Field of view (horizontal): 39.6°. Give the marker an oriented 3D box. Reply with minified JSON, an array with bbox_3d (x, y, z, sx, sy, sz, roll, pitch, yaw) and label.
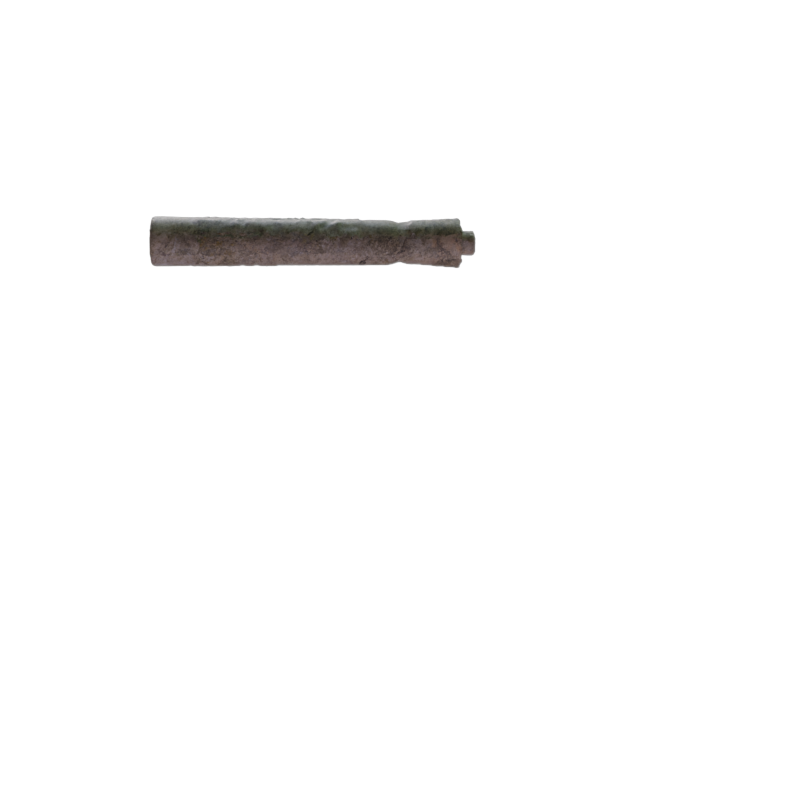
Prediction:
[{"bbox_3d":[-0.033,-0.059,0.416,0.121,0.020,0.020,0,4,0],"label":"marker"}]
